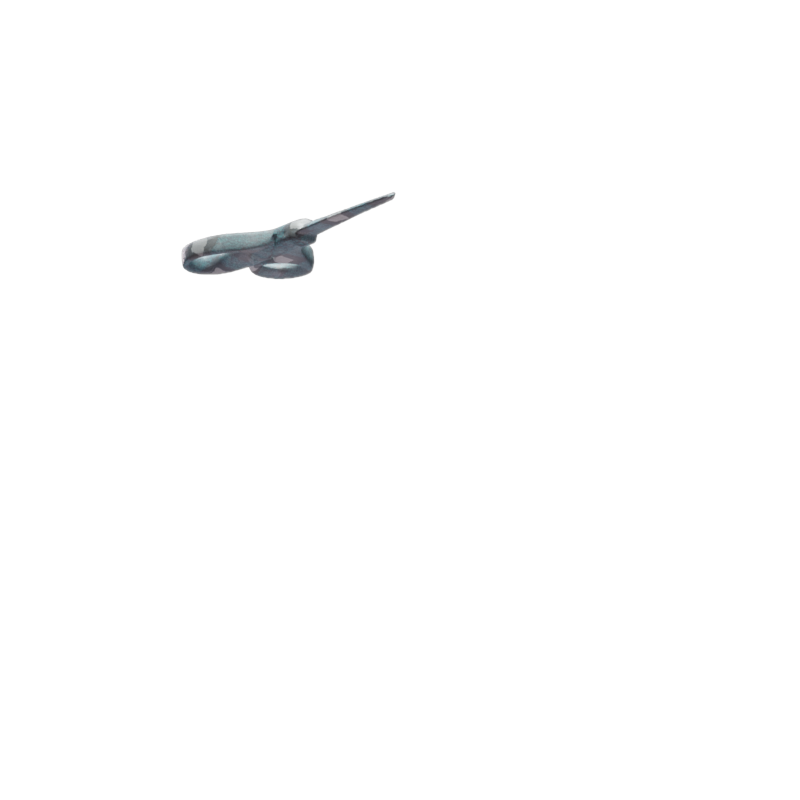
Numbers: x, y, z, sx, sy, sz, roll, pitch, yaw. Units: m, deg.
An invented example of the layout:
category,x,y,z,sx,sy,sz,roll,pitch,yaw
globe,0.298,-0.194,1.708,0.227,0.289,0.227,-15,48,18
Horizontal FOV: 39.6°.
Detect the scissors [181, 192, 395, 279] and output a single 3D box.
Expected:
category,x,y,z,sx,sy,sz,roll,pitch,yaw
scissors,-0.055,-0.099,0.696,0.207,0.016,0.091,-5,-8,40
